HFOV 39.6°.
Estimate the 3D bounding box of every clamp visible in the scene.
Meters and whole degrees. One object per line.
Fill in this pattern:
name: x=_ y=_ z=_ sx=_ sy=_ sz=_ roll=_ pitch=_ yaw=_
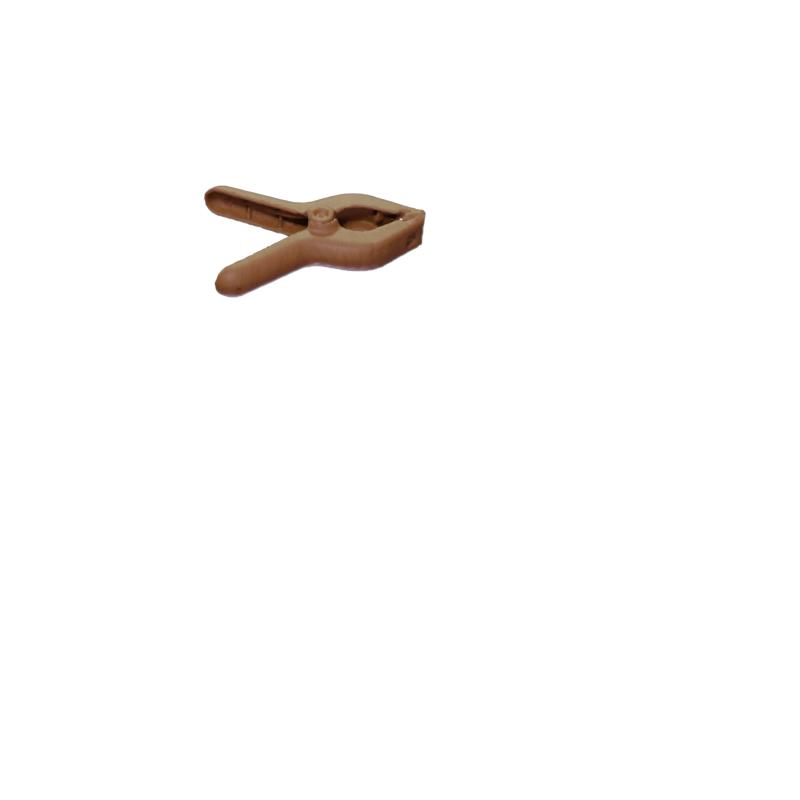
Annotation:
clamp: x=-0.065 y=-0.119 z=0.831 sx=0.171 sy=0.129 sz=0.036 roll=-1 pitch=-43 yaw=-1
